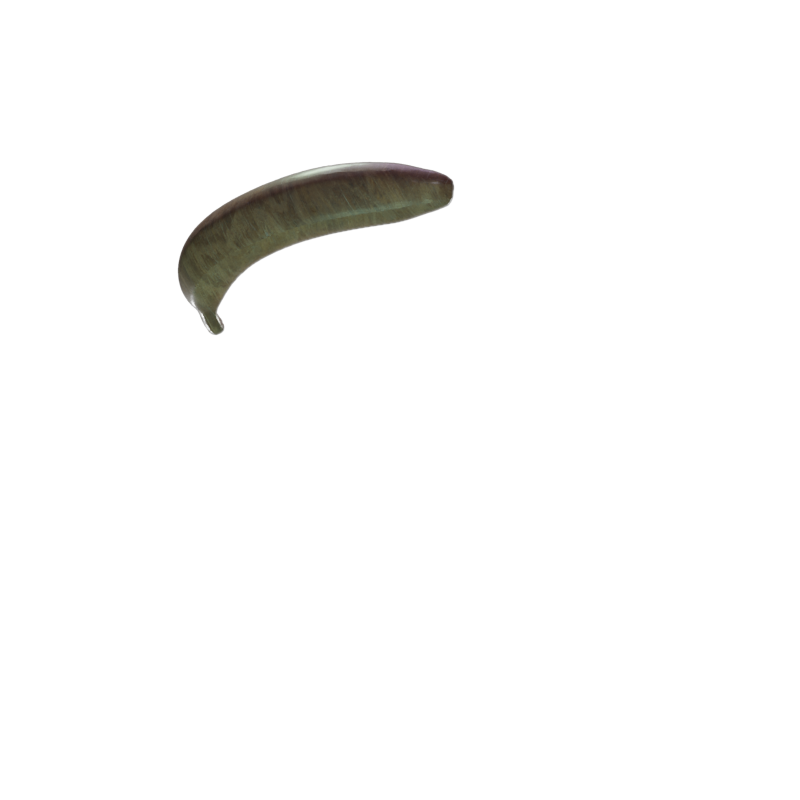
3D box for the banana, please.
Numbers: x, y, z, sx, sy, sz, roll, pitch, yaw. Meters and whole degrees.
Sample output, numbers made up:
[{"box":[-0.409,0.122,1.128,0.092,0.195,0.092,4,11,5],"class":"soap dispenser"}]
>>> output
[{"box":[-0.065,-0.094,0.622,0.198,0.039,0.065,-22,-35,36],"class":"banana"}]
